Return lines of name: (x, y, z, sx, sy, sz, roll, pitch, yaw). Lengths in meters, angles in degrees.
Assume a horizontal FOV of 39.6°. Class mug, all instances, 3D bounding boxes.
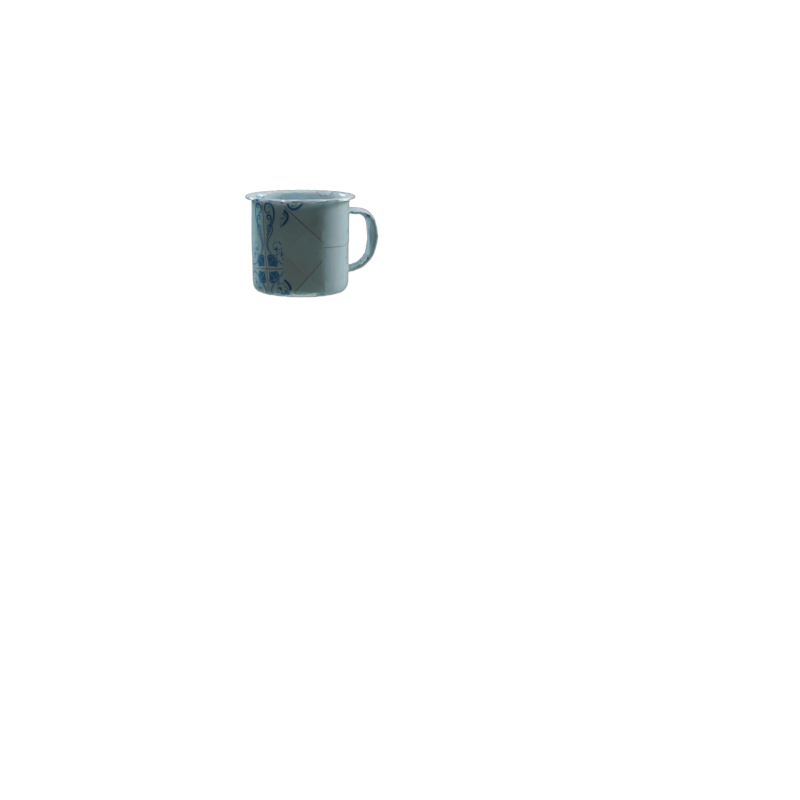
mug: (-0.074, -0.134, 0.941, 0.114, 0.080, 0.098, -6, 14, -25)
